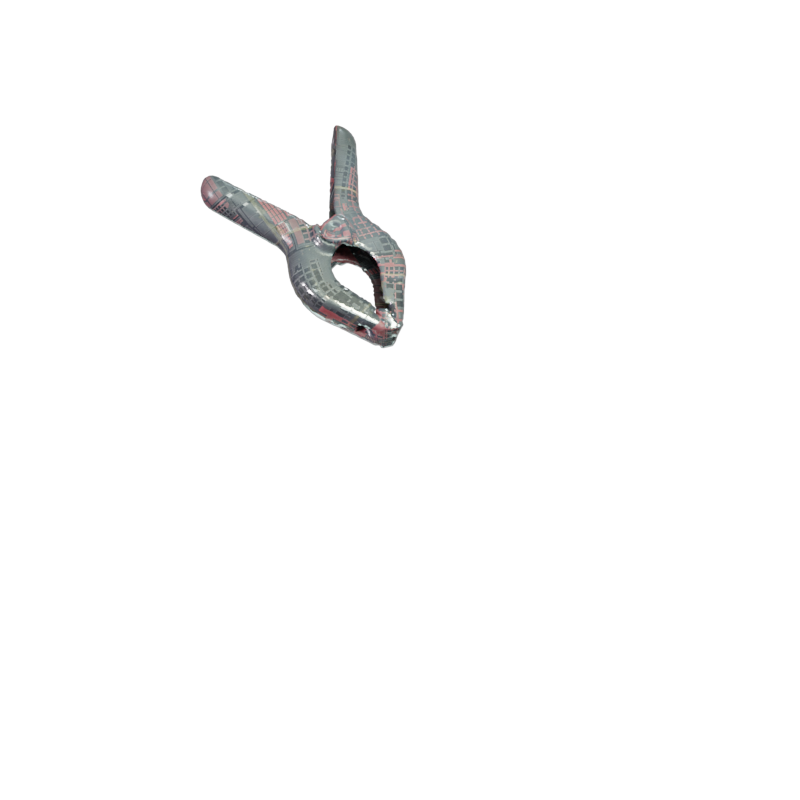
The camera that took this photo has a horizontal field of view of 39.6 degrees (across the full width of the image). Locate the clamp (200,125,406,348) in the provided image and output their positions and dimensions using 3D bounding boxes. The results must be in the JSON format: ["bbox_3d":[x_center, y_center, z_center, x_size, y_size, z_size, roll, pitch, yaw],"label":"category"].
[{"bbox_3d":[-0.059,-0.108,0.756,0.119,0.183,0.037,-20,-28,-11],"label":"clamp"}]
